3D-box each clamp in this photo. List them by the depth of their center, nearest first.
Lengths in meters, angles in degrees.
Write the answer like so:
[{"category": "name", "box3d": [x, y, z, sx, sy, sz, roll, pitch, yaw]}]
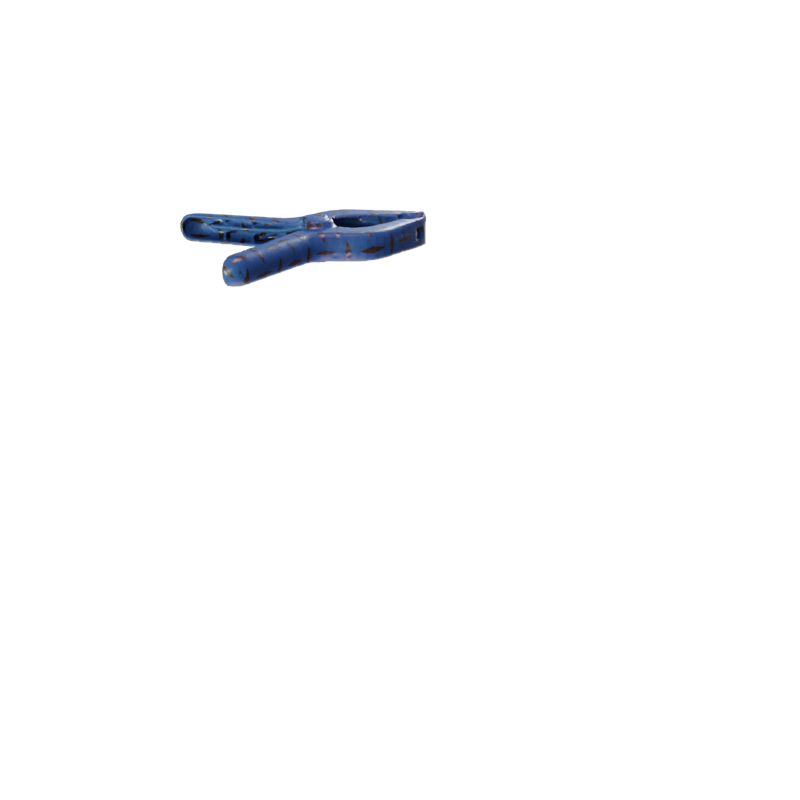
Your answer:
[{"category": "clamp", "box3d": [-0.073, -0.133, 0.934, 0.207, 0.035, 0.174, -5, 24, -12]}]
